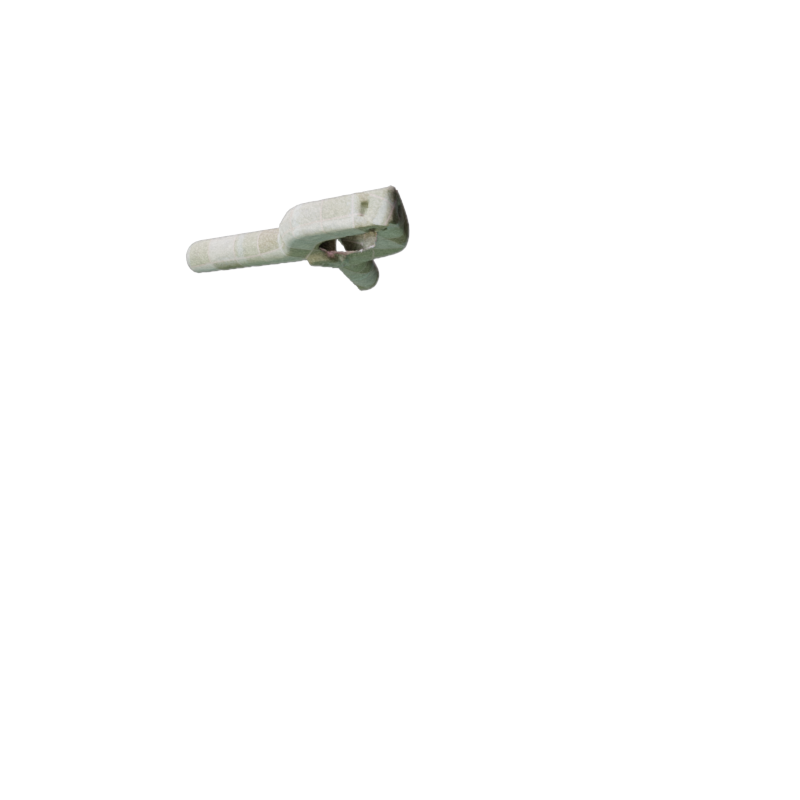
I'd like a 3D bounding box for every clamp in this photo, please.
[{"bbox_3d":[-0.064,-0.118,0.824,0.161,0.037,0.210,2,-7,-19],"label":"clamp"}]
